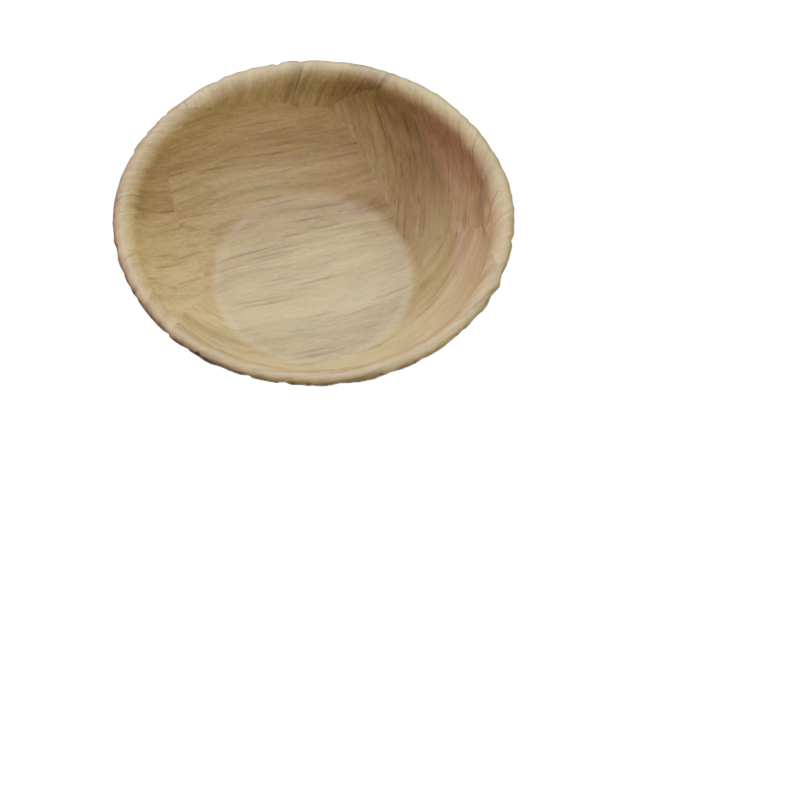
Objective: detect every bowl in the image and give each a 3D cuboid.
[{"bbox_3d":[-0.037,-0.067,0.468,0.162,0.173,0.052,-1,-32,-1],"label":"bowl"}]
